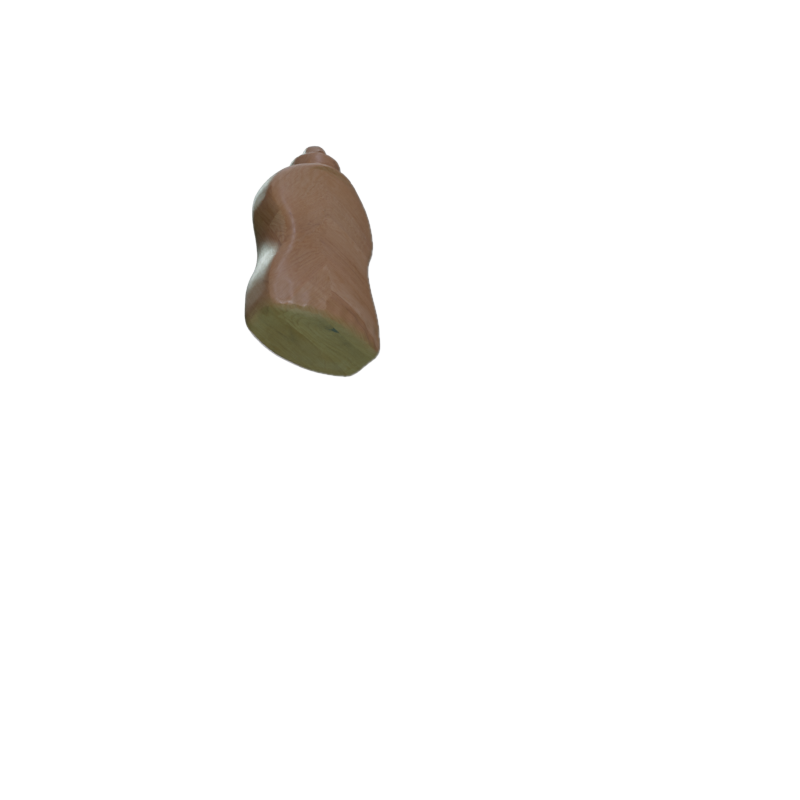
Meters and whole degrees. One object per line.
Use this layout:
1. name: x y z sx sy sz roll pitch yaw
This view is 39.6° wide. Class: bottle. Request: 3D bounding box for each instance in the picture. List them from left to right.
1. bottle: -0.062 -0.114 0.798 0.091 0.206 0.057 24 -48 -28
